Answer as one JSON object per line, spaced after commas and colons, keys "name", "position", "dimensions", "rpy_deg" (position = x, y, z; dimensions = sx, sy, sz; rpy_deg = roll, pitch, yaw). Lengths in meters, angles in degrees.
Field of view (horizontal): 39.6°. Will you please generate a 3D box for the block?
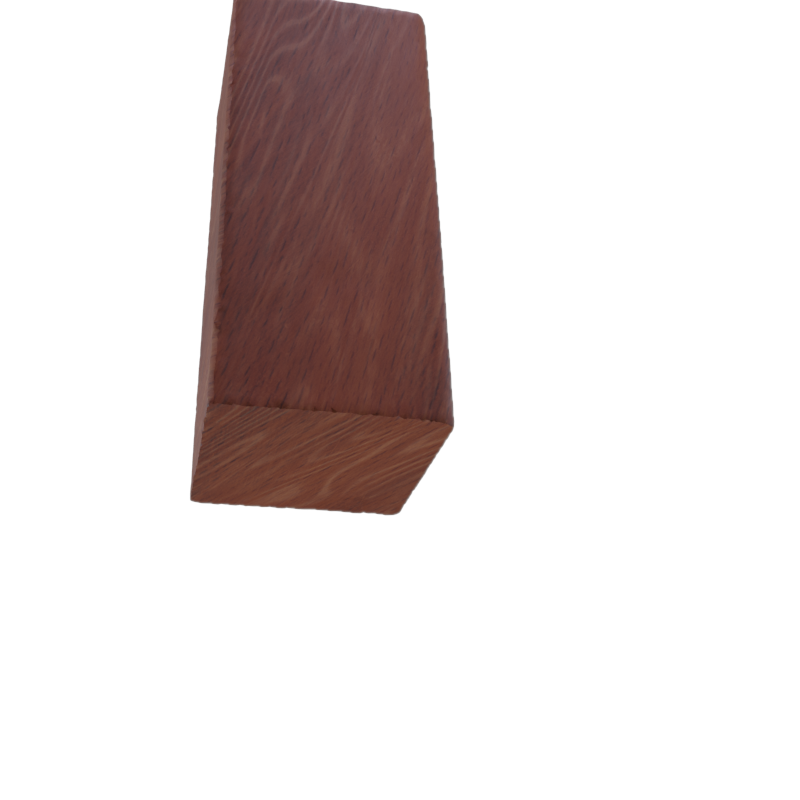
{"name": "block", "position": [-0.037, -0.068, 0.477], "dimensions": [0.089, 0.220, 0.086], "rpy_deg": [5, -33, -11]}
